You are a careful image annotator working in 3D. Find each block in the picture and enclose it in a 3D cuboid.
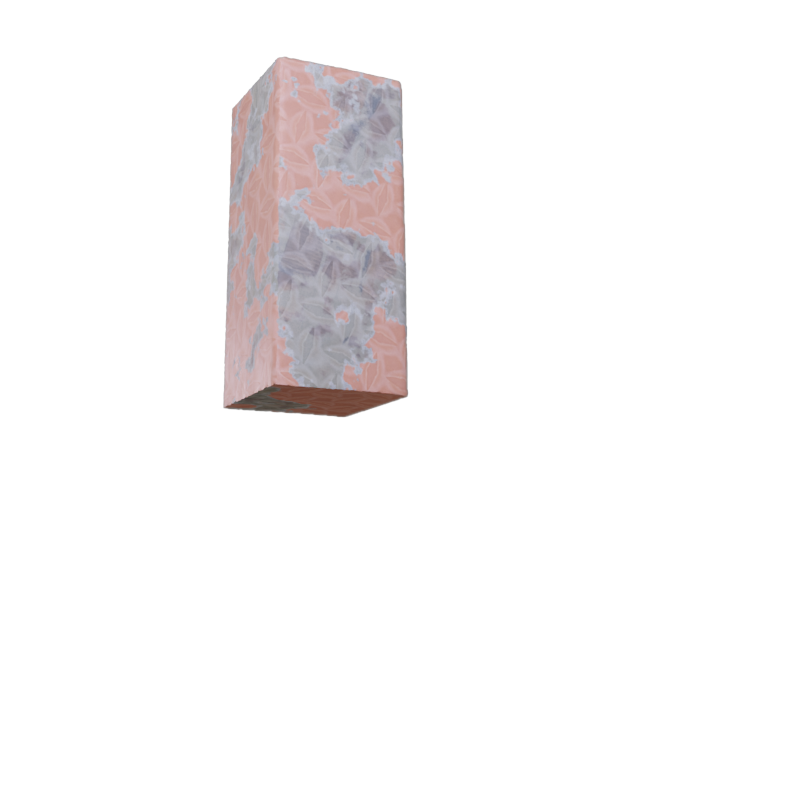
[{"bbox_3d":[-0.055,-0.101,0.708,0.087,0.215,0.090,7,-18,-26],"label":"block"}]
